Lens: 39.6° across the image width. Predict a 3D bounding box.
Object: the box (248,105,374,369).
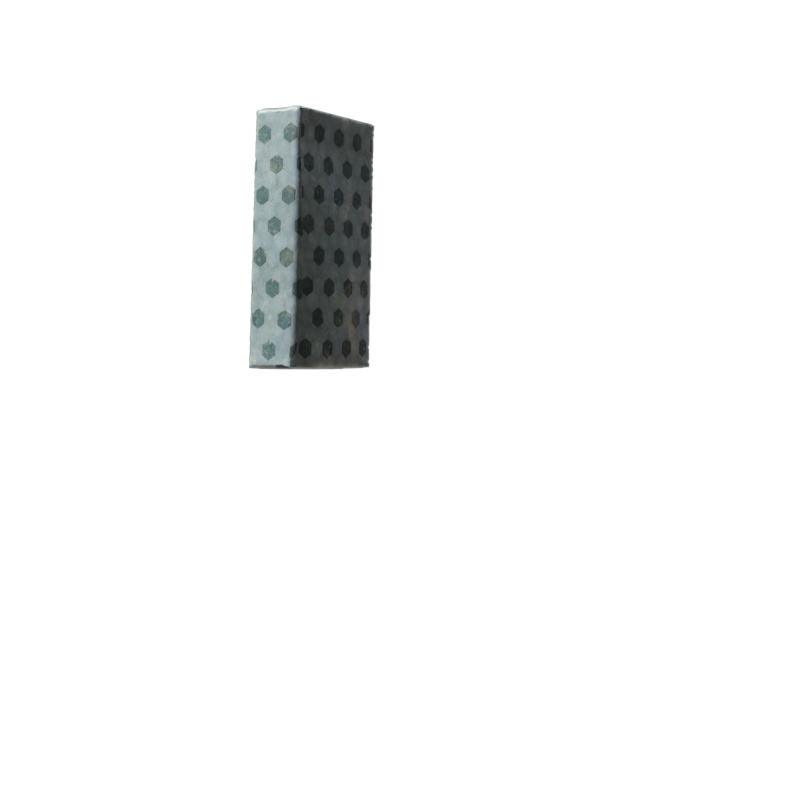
[{"bbox_3d":[-0.061,-0.110,0.772,0.050,0.178,0.089,-3,-5,34],"label":"box"}]
